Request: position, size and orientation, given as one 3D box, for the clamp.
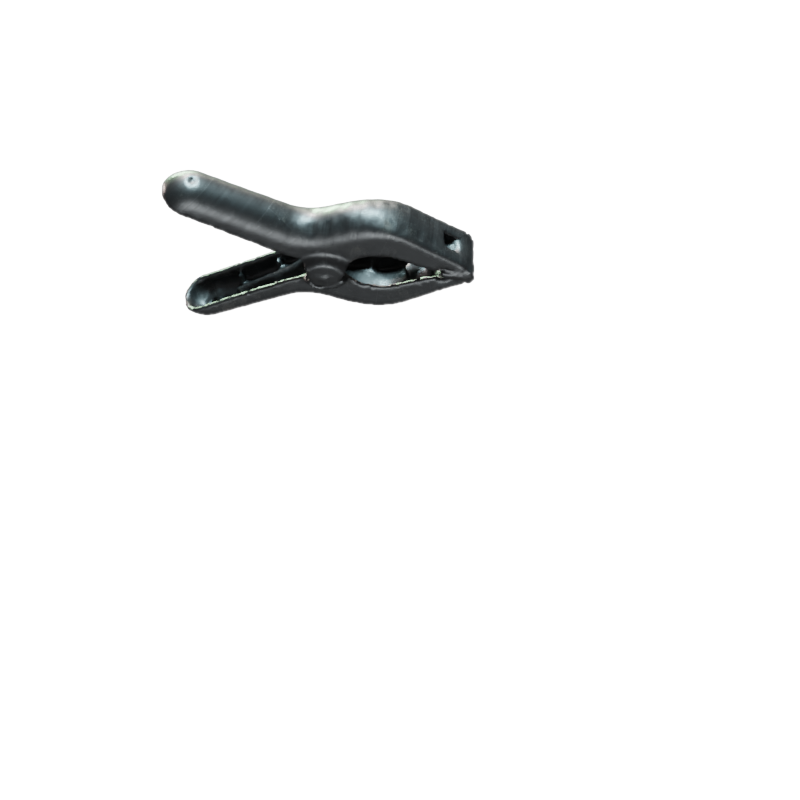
[{"bbox_3d":[-0.047,-0.086,0.602,0.173,0.041,0.112,-3,-23,8],"label":"clamp"}]
